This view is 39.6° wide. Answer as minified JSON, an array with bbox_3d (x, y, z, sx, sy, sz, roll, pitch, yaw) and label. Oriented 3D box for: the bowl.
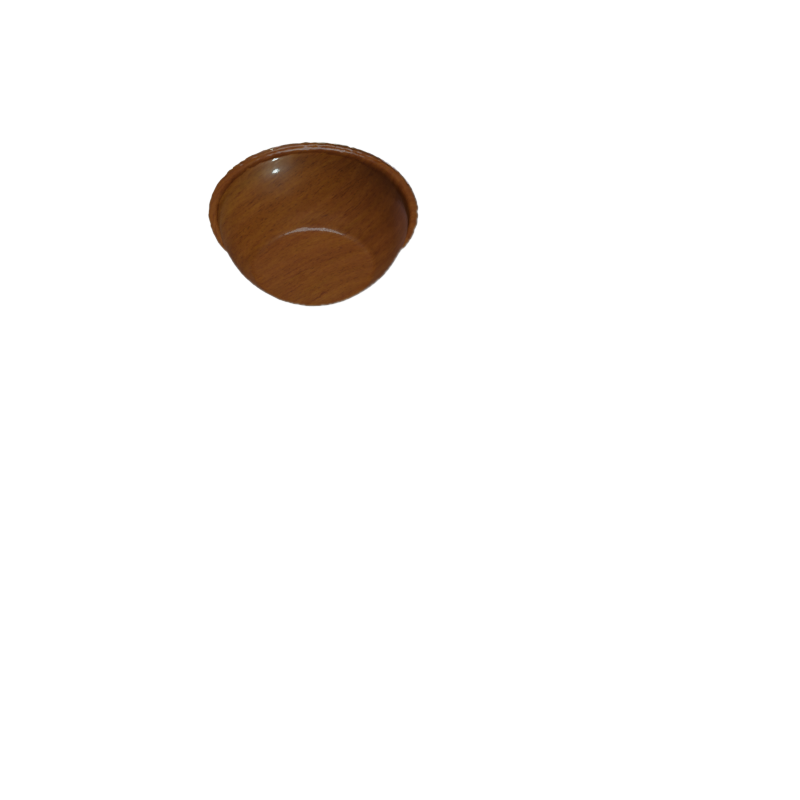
[{"bbox_3d":[-0.066,-0.120,0.839,0.162,0.059,0.151,1,-36,-2],"label":"bowl"}]
